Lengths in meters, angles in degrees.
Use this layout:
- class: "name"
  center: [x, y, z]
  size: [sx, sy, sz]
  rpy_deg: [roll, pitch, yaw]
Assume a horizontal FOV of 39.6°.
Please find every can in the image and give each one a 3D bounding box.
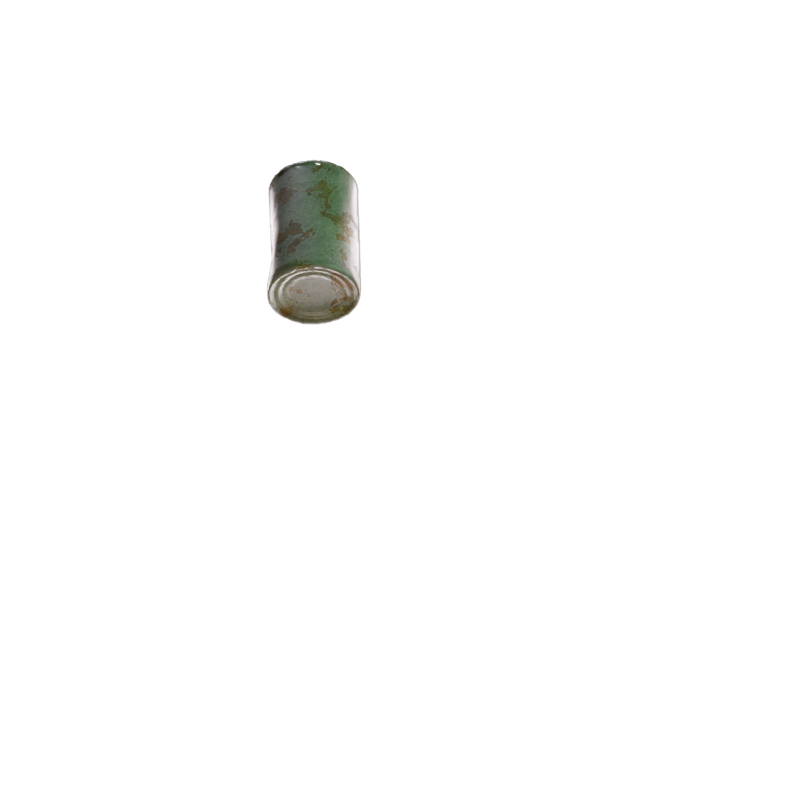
- class: "can"
  center: [-0.063, -0.115, 0.803]
  size: [0.068, 0.110, 0.064]
  rpy_deg: [-1, -38, -3]
